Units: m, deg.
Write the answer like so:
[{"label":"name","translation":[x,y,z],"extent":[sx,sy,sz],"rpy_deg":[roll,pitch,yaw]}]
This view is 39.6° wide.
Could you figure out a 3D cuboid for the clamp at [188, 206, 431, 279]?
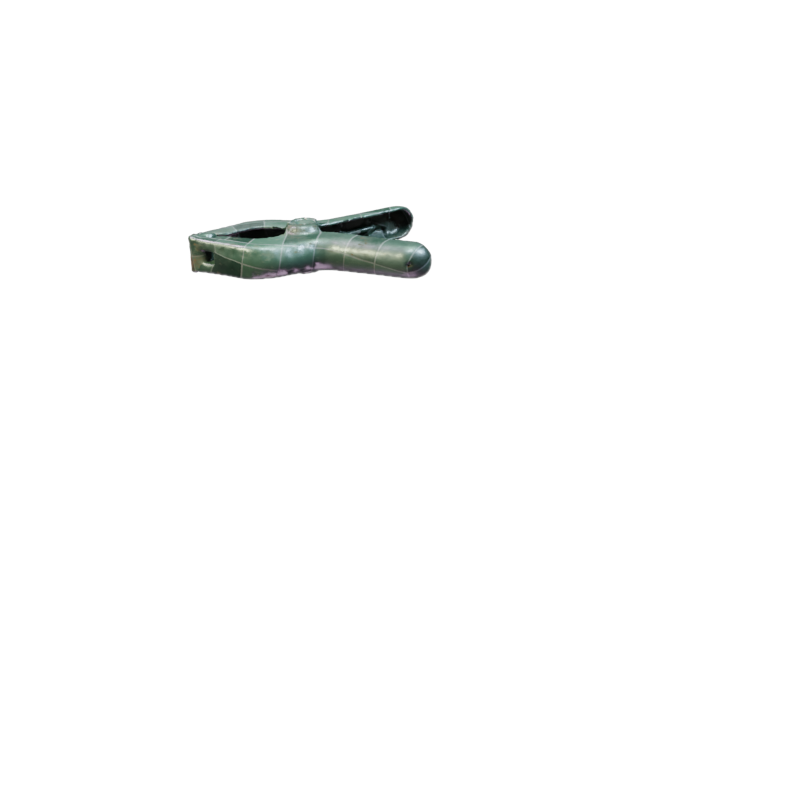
[{"label":"clamp","translation":[-0.062,-0.114,0.798],"extent":[0.173,0.038,0.123],"rpy_deg":[2,18,5]}]
